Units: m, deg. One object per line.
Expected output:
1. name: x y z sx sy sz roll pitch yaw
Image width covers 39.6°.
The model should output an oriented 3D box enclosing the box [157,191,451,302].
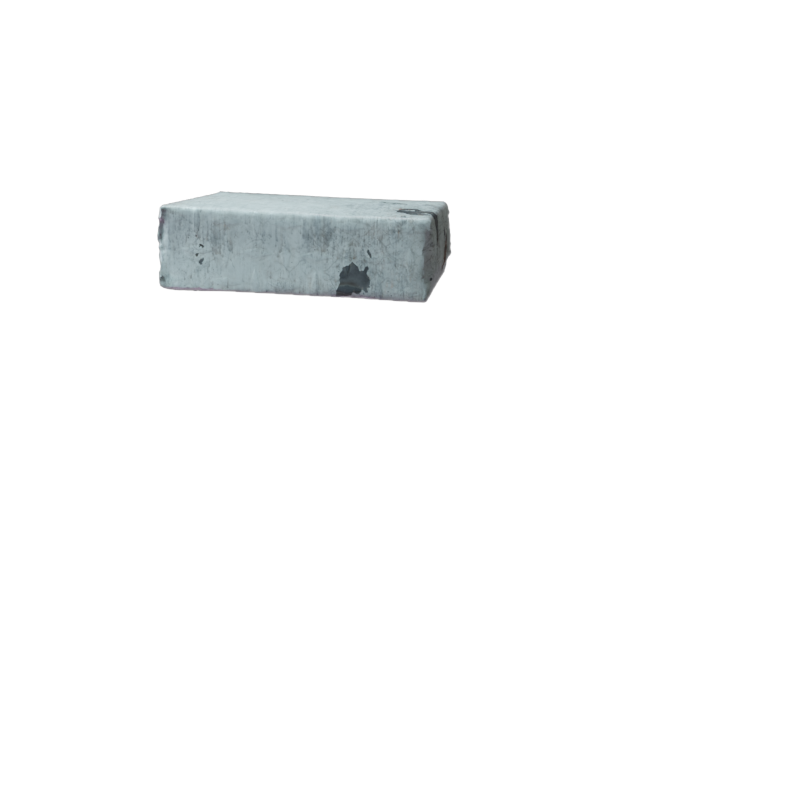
1. box: -0.038 -0.068 0.479 0.115 0.038 0.091 2 12 9
